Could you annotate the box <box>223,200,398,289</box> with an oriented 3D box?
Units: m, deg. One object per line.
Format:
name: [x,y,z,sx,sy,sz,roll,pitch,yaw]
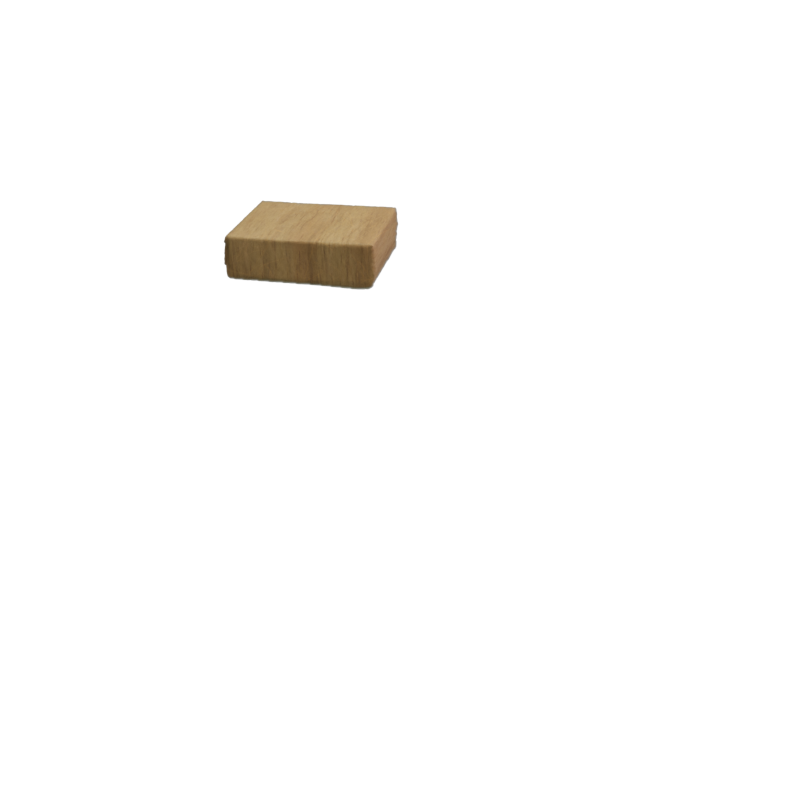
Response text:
box: [-0.065,-0.119,0.833,0.116,0.037,0.093,6,27,12]
